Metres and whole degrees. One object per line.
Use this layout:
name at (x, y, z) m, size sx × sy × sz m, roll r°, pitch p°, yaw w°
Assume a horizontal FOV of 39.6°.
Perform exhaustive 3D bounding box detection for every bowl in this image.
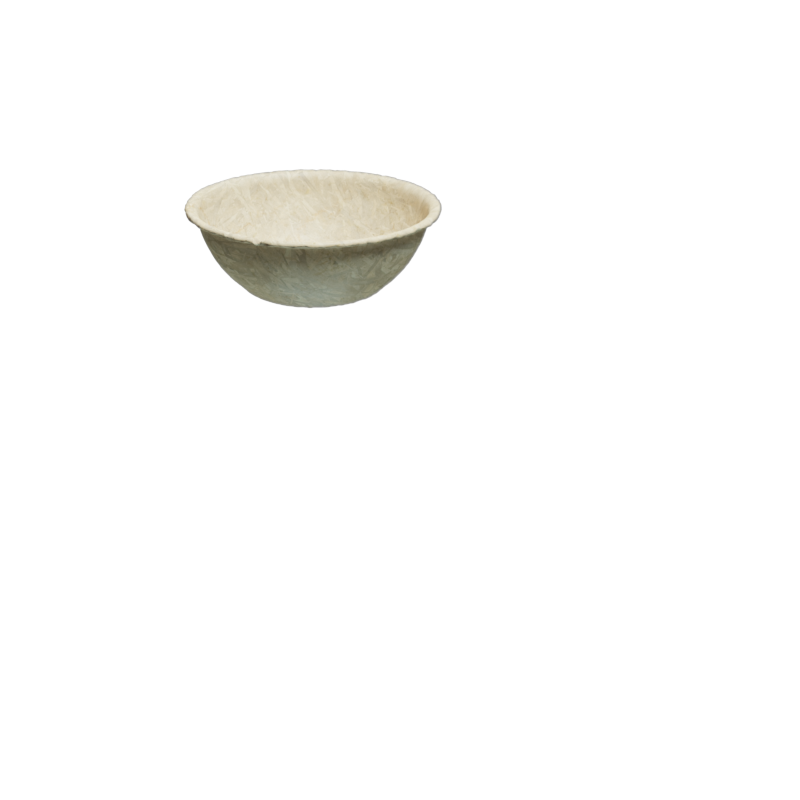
bowl at (-0.055, -0.101, 0.707) m, size 0.162 × 0.052 × 0.171 m, roll -1°, pitch 26°, yaw -2°
